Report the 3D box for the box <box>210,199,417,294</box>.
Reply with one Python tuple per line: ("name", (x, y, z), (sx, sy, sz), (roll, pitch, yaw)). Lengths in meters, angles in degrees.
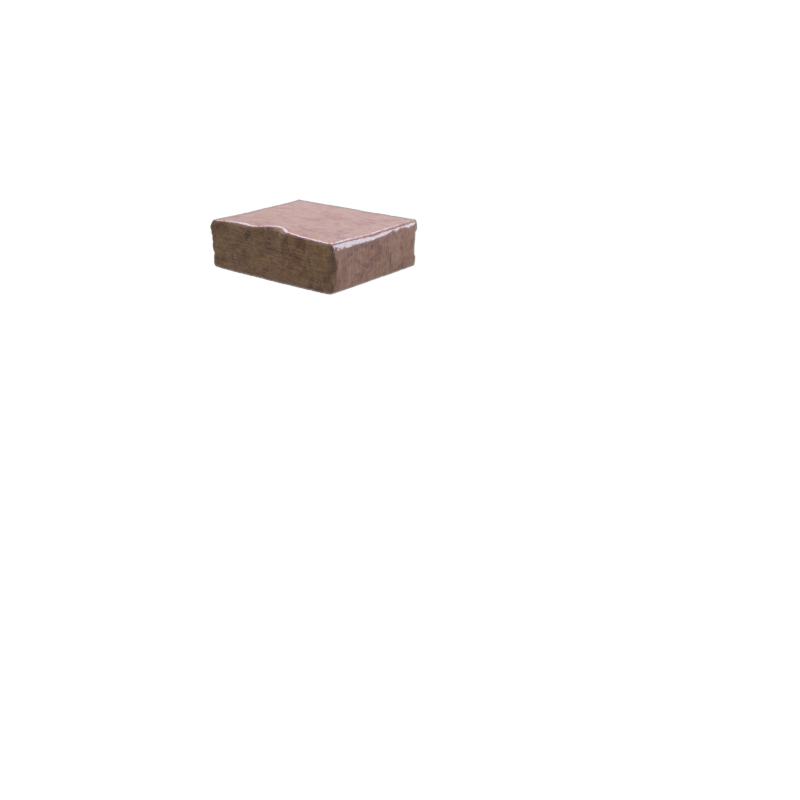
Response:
("box", (-0.048, -0.087, 0.608), (0.094, 0.029, 0.072), (17, 26, 36))
